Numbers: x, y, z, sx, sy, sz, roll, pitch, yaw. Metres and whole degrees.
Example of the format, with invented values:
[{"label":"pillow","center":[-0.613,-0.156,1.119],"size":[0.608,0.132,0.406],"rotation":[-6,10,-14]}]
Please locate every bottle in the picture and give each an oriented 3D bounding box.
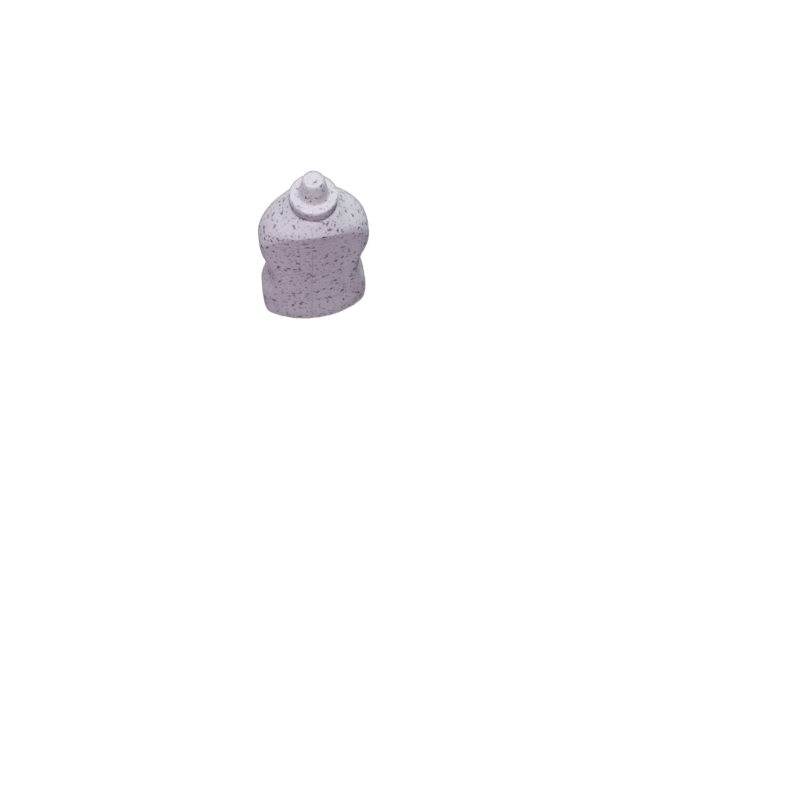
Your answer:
[{"label":"bottle","center":[-0.076,-0.140,0.975],"size":[0.095,0.062,0.181],"rotation":[-6,-25,-6]}]
